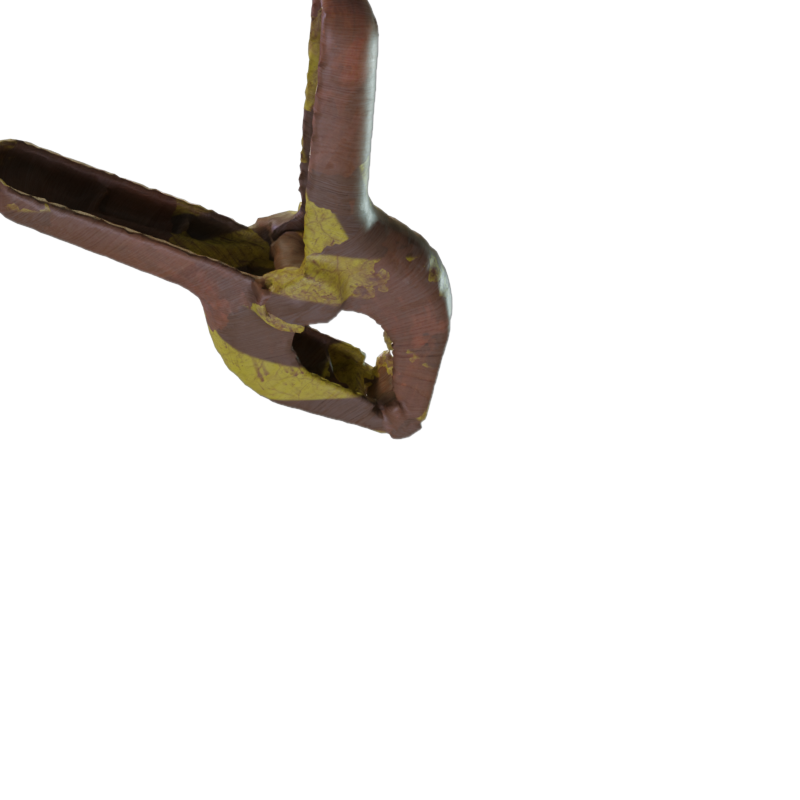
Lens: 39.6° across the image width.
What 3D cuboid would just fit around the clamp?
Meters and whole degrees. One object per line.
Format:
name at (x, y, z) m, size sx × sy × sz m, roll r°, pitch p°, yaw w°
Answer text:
clamp at (-0.027, -0.048, 0.339) m, size 0.120 × 0.042 × 0.159 m, roll -24°, pitch -43°, yaw 27°
